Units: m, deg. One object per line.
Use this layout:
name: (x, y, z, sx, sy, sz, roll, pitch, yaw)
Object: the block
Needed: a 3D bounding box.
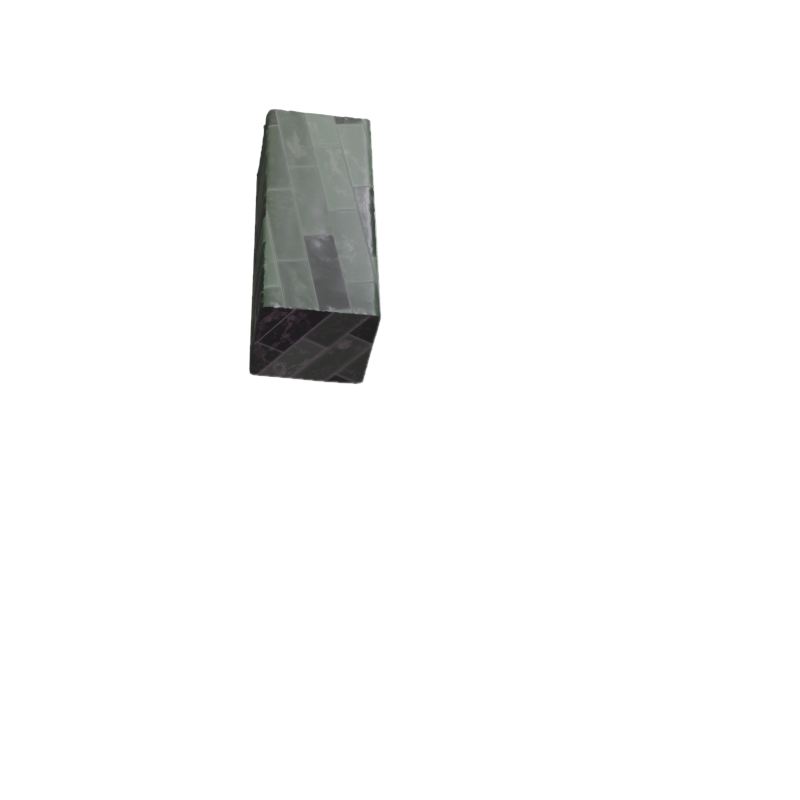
block: (-0.070, -0.126, 0.884, 0.089, 0.221, 0.085, 4, -38, -9)
